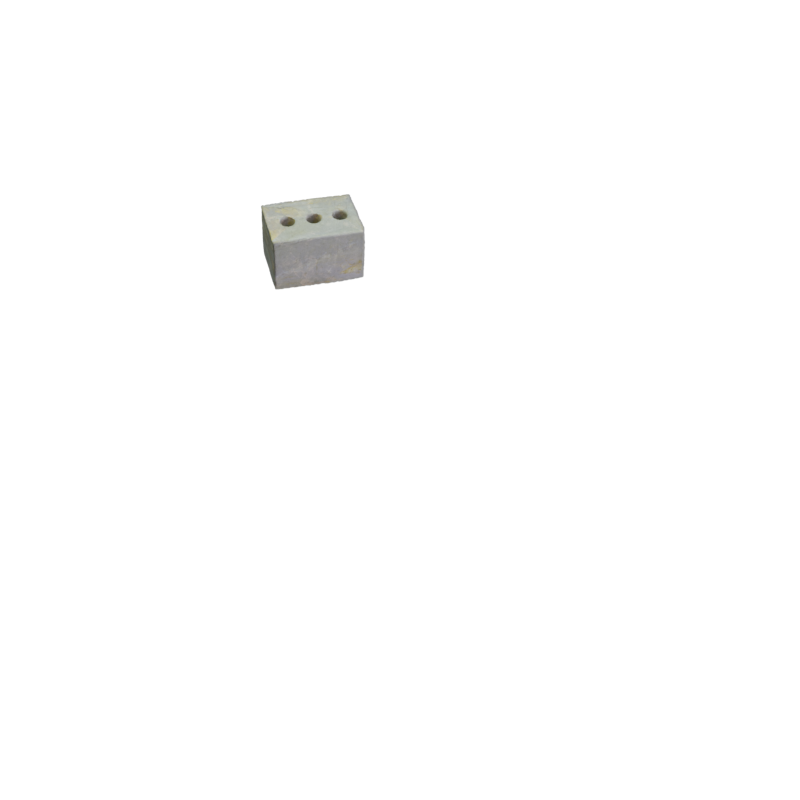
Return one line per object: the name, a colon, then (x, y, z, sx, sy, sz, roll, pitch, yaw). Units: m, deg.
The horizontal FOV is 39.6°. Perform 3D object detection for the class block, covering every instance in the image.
block: (-0.072, -0.131, 0.915, 0.077, 0.048, 0.057, -9, 43, -11)
